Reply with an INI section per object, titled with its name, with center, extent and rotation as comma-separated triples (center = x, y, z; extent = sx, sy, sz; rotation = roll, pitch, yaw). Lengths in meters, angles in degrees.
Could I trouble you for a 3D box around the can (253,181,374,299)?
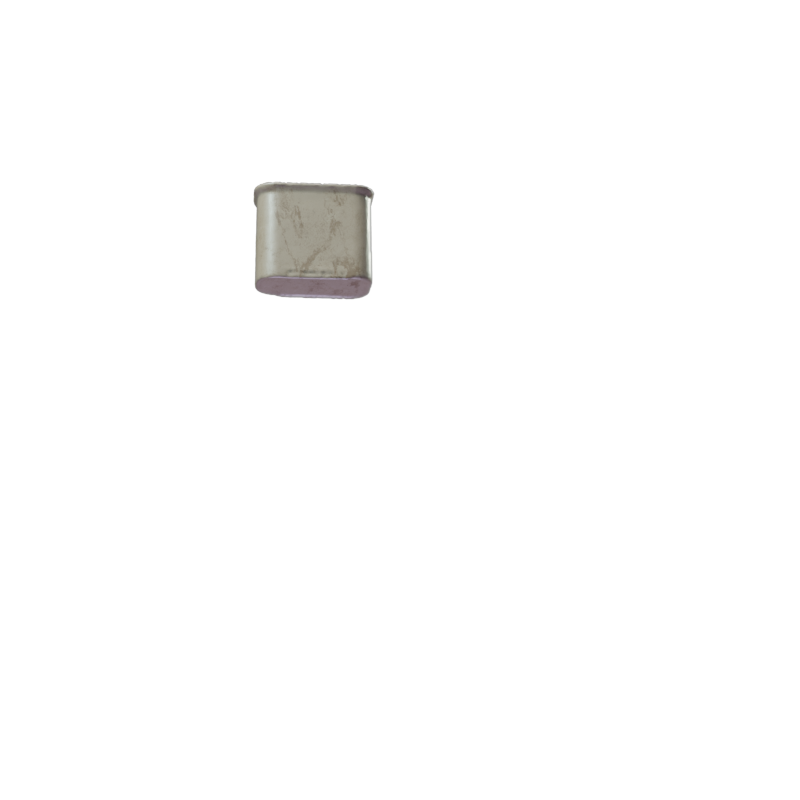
[can]
center = -0.073, -0.133, 0.930
extent = 0.101, 0.088, 0.055
rotation = 1, -19, -5
